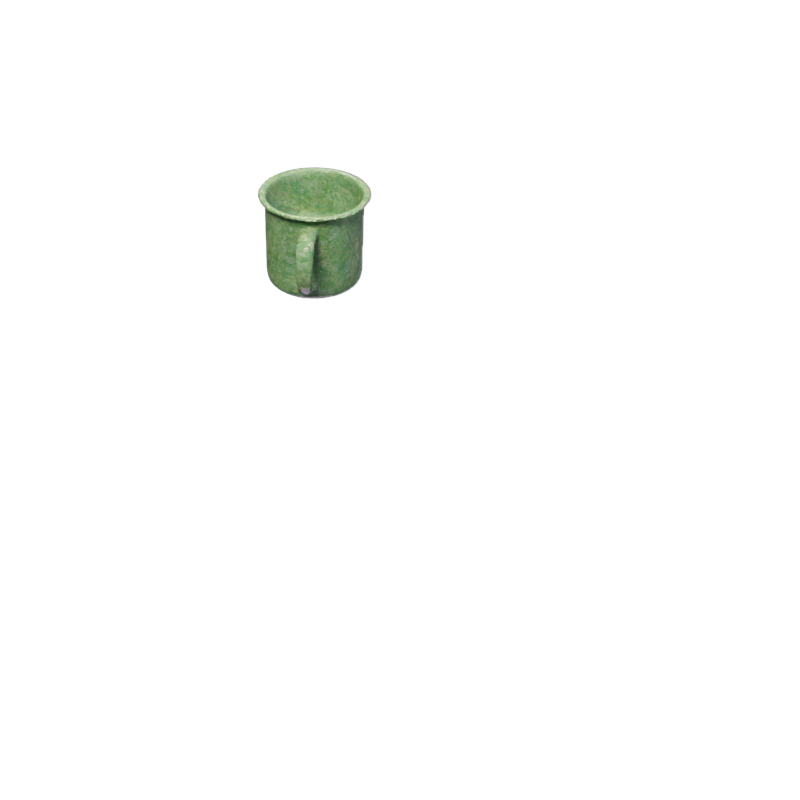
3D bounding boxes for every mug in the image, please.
[{"bbox_3d":[-0.072,-0.131,0.920,0.093,0.076,0.124,2,35,1],"label":"mug"}]
